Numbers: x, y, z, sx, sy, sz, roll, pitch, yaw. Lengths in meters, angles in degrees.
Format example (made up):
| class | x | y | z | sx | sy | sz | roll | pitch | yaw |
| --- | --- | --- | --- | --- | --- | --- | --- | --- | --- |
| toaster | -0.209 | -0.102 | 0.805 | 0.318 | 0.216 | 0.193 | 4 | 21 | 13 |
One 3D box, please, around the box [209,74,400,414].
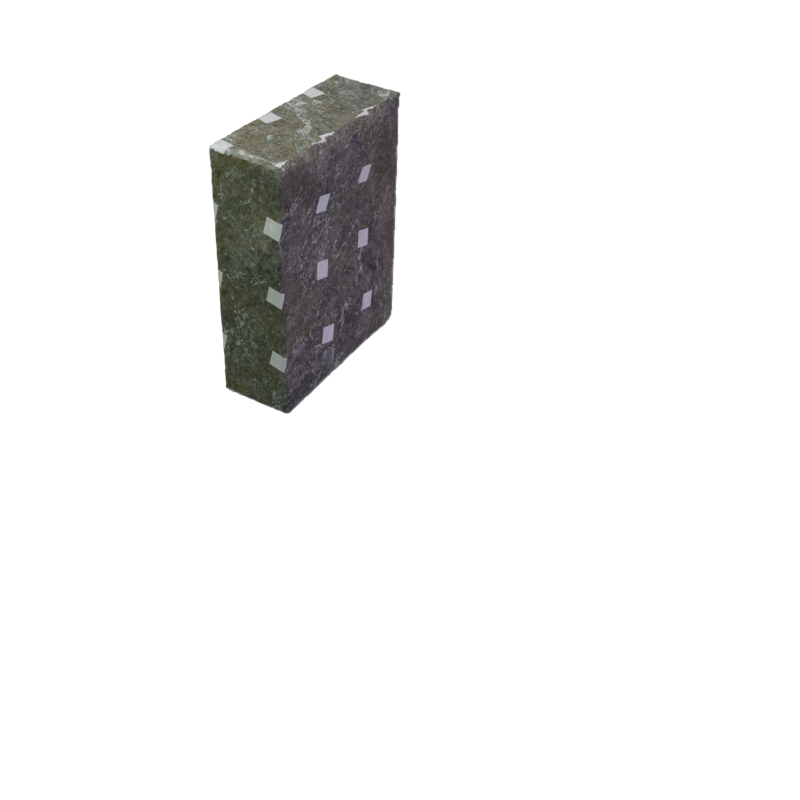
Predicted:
| class | x | y | z | sx | sy | sz | roll | pitch | yaw |
| --- | --- | --- | --- | --- | --- | --- | --- | --- | --- |
| box | -0.068 | -0.123 | 0.864 | 0.075 | 0.200 | 0.167 | 19 | 38 | 24 |
